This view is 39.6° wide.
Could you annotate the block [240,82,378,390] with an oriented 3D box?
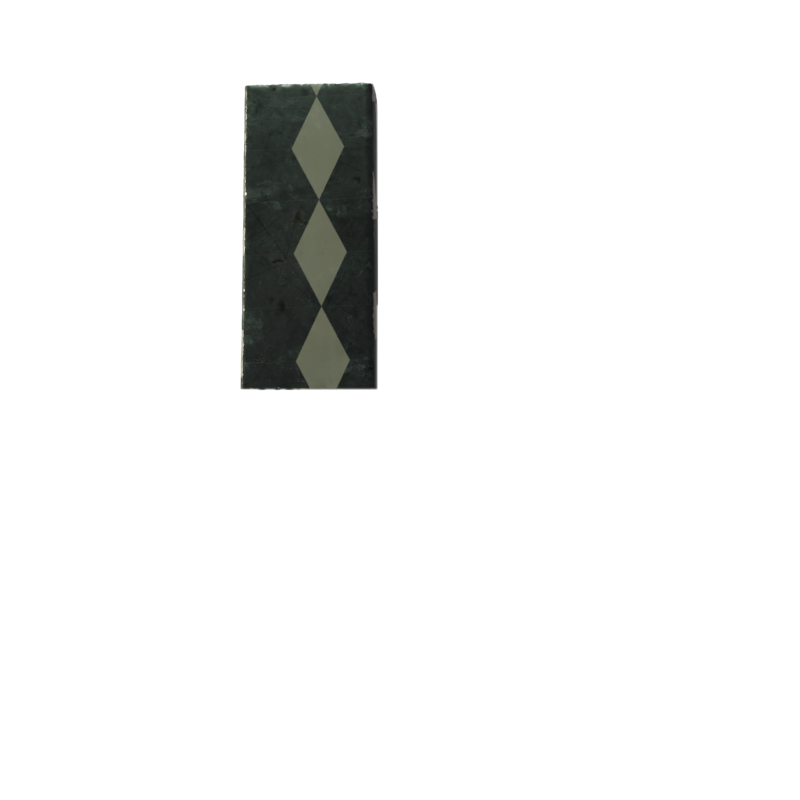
[{"bbox_3d":[-0.061,-0.111,0.781,0.091,0.210,0.088,-1,-7,3],"label":"block"}]
